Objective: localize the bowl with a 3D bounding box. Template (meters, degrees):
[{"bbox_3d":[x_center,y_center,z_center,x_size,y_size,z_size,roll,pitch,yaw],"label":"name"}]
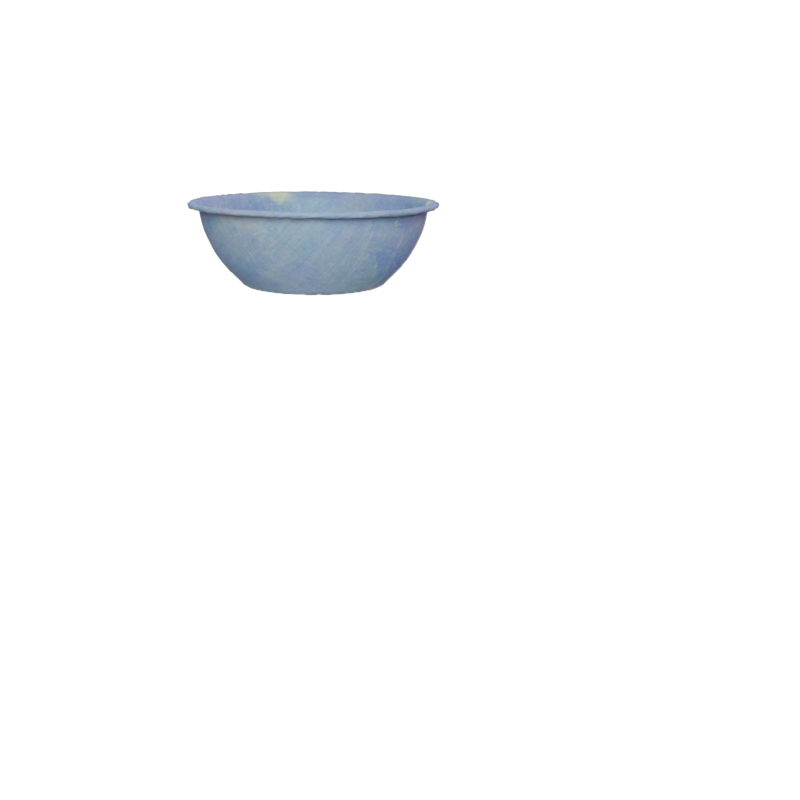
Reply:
[{"bbox_3d":[-0.056,-0.102,0.718,0.162,0.054,0.167,0,15,-2],"label":"bowl"}]
